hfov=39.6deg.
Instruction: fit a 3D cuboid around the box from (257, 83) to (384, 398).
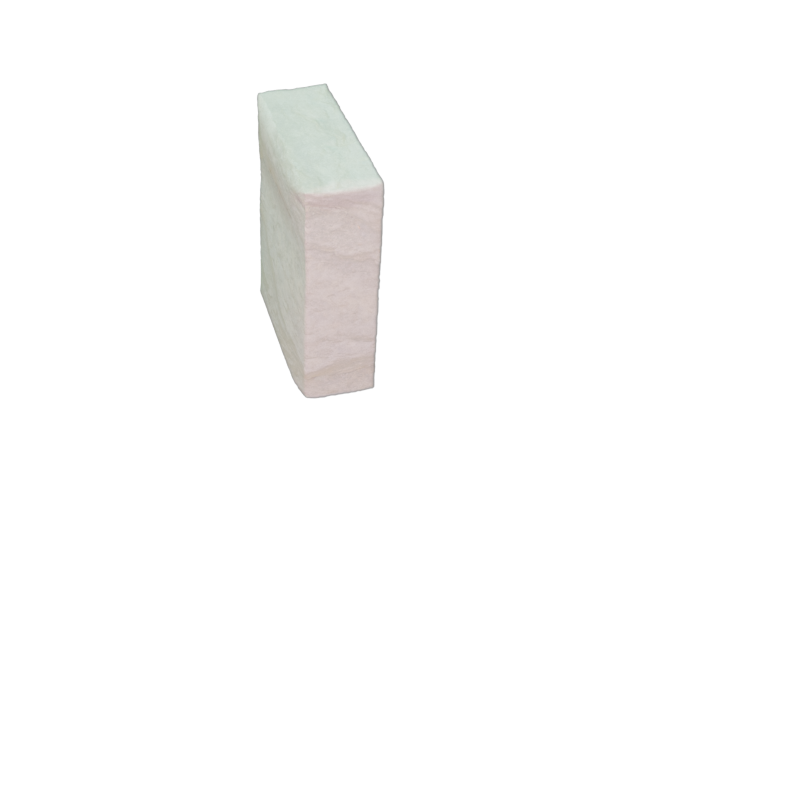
[{"bbox_3d":[-0.074,-0.134,0.941,0.071,0.200,0.178,-9,41,-15],"label":"box"}]
